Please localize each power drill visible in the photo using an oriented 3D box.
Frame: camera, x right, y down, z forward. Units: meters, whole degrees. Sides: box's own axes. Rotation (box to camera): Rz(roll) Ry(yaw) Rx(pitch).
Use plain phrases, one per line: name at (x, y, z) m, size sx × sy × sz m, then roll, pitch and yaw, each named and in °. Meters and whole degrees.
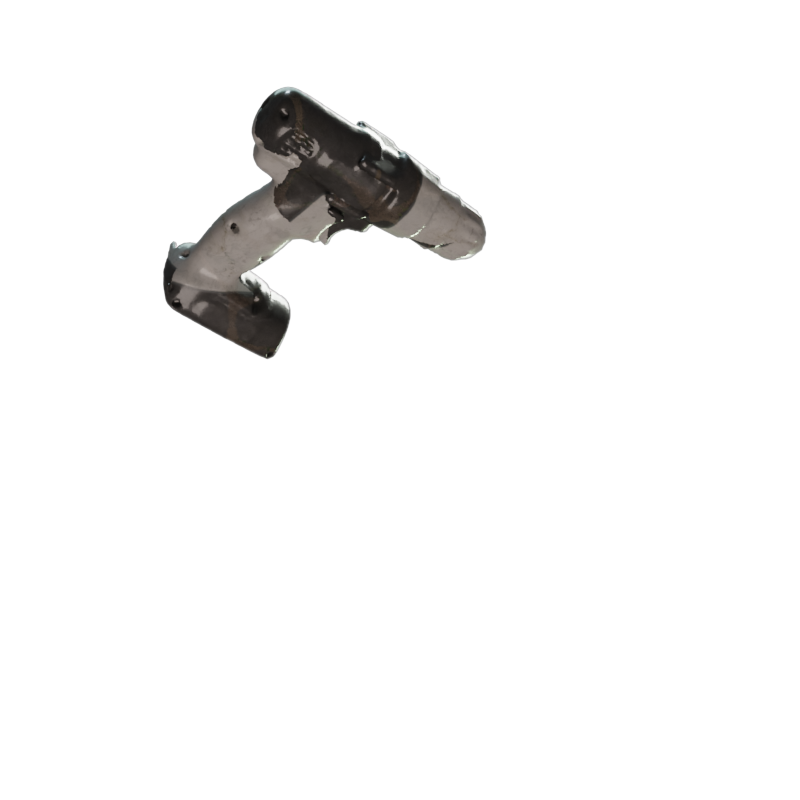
power drill at (-0.060, -0.109, 0.764) m, size 0.175 × 0.062 × 0.184 m, roll 32°, pitch -56°, yaw -25°
